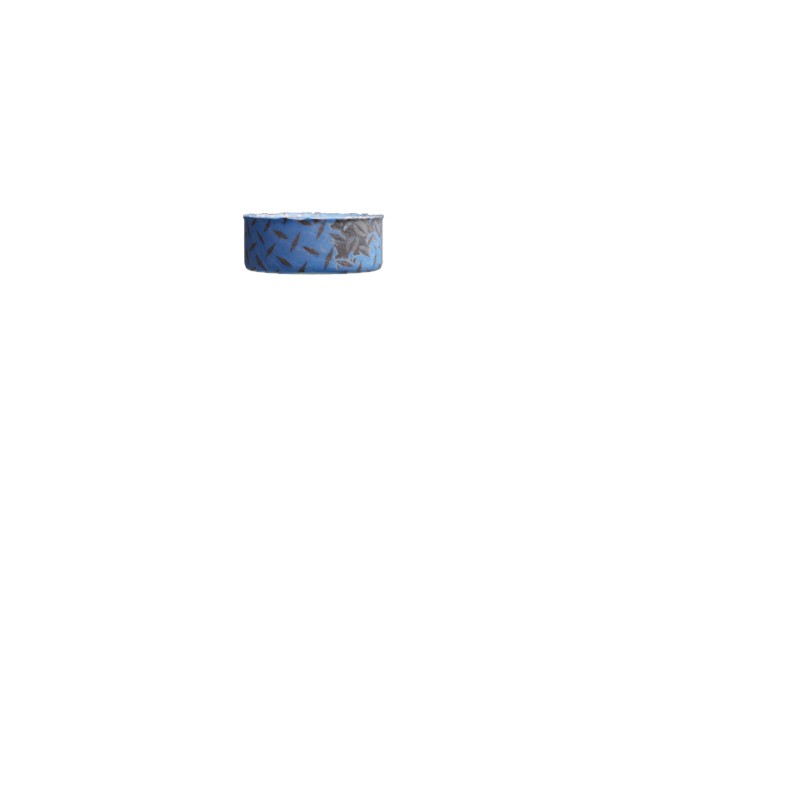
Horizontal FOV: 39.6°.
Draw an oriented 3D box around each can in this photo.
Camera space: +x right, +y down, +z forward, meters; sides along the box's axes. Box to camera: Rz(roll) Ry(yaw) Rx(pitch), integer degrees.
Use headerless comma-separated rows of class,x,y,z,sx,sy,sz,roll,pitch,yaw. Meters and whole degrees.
can,-0.053,-0.096,0.674,0.086,0.033,0.088,0,10,-2
